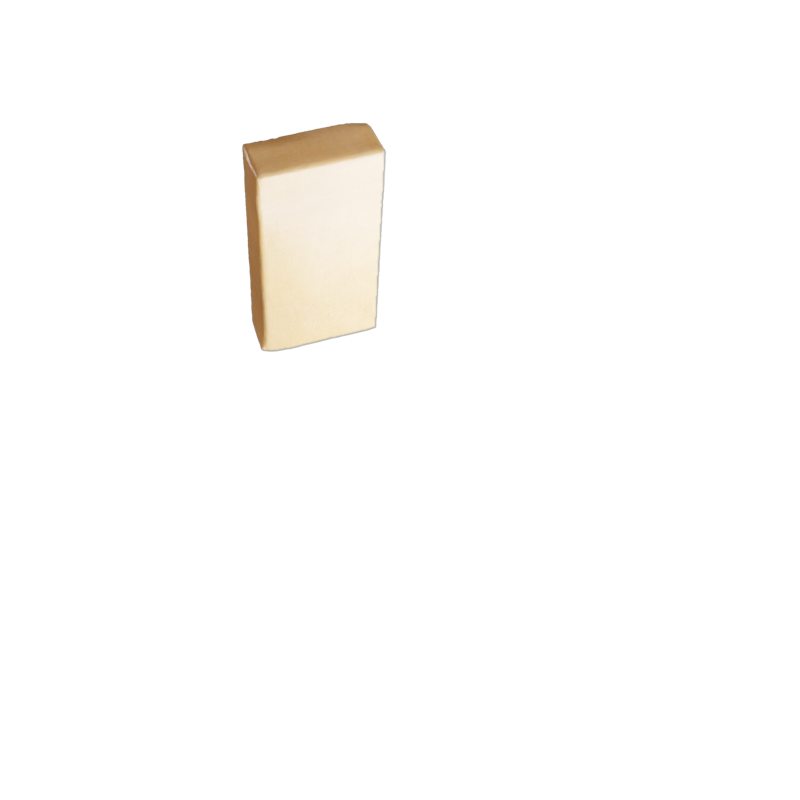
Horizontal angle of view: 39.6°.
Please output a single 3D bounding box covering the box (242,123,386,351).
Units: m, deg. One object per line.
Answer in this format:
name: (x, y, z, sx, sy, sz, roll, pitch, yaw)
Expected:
box: (-0.063, -0.115, 0.801, 0.092, 0.164, 0.052, -13, 47, -15)
